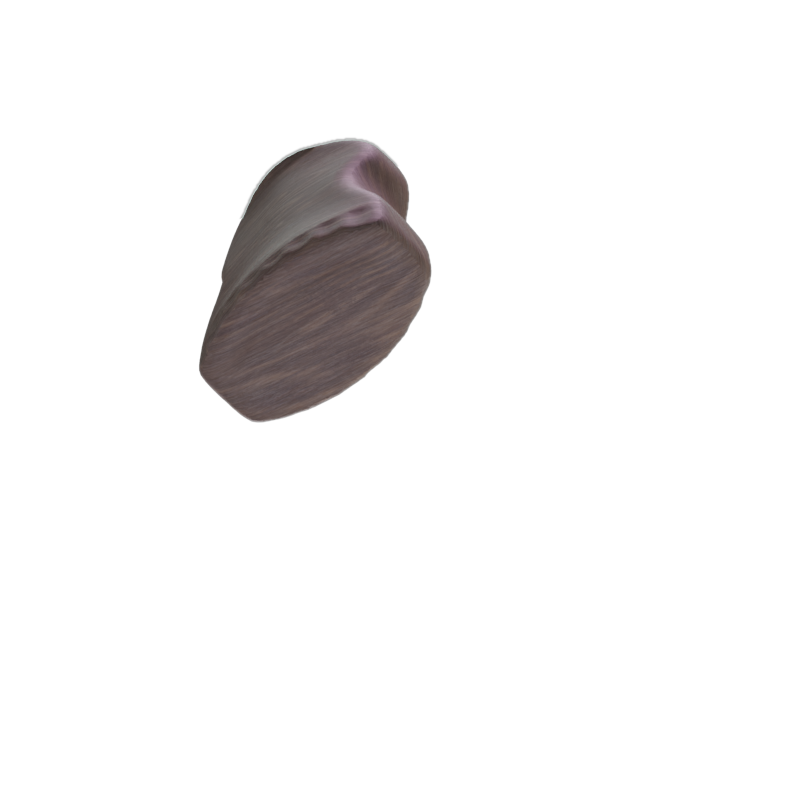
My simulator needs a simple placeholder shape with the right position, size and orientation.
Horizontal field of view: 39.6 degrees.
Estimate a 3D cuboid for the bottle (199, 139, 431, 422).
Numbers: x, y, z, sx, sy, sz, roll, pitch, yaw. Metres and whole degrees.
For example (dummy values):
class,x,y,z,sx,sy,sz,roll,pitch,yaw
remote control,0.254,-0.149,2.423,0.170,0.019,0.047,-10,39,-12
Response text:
class,x,y,z,sx,sy,sz,roll,pitch,yaw
bottle,-0.039,-0.071,0.498,0.095,0.056,0.202,-40,22,15
